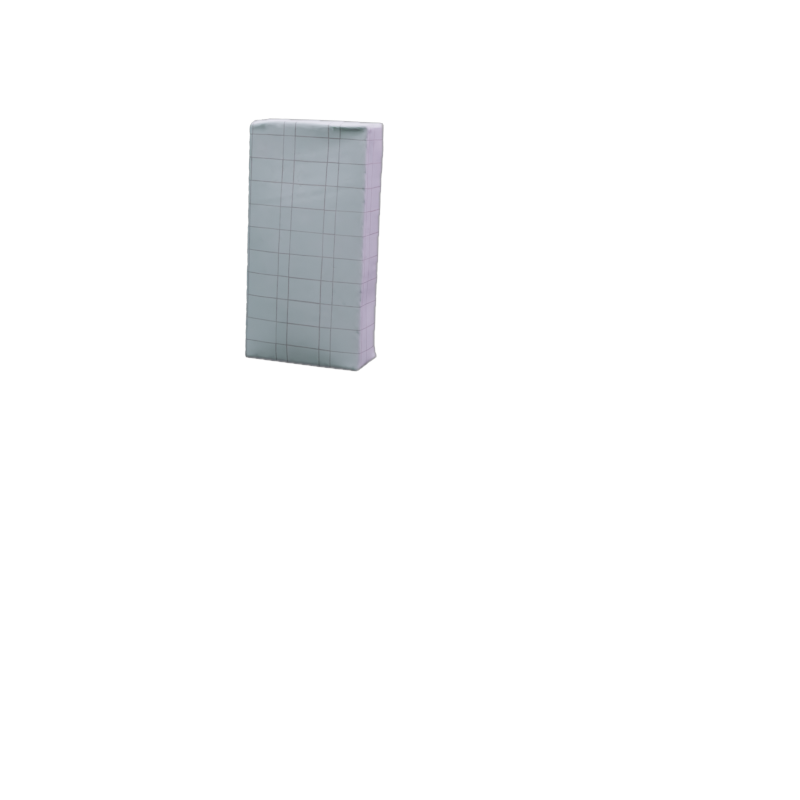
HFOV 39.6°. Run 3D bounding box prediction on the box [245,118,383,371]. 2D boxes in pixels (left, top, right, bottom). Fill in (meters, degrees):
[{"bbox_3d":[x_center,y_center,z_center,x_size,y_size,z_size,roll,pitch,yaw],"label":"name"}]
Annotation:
[{"bbox_3d":[-0.063,-0.115,0.807,0.096,0.172,0.048,5,12,20],"label":"box"}]
